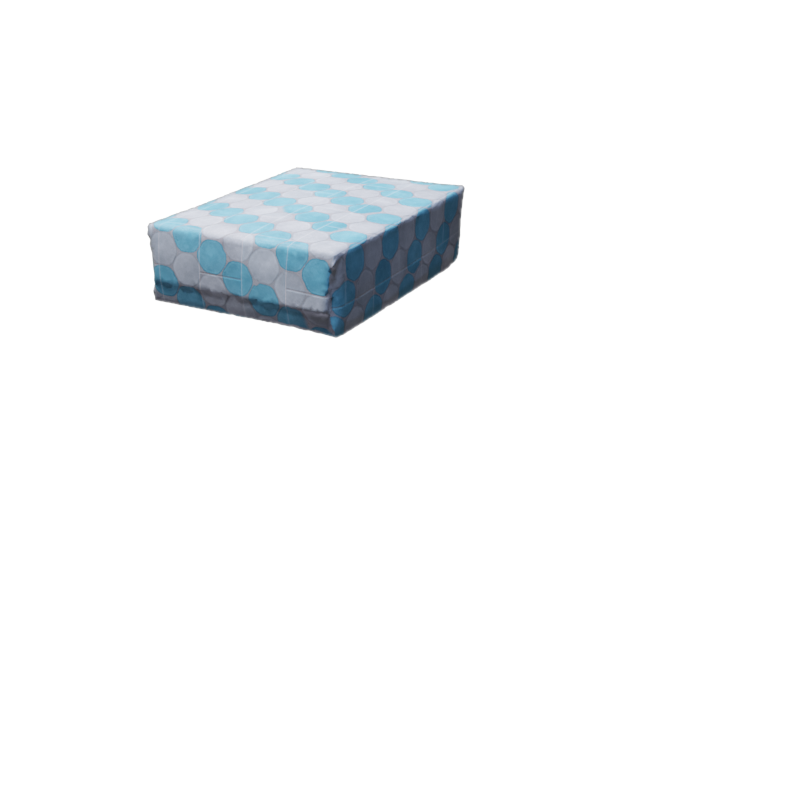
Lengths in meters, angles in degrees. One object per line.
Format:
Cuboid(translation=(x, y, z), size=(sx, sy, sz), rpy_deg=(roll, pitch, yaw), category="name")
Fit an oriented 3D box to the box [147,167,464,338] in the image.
Cuboid(translation=(-0.037, -0.067, 0.469), size=(0.094, 0.037, 0.113), rpy_deg=(12, 25, 27), category="box")
